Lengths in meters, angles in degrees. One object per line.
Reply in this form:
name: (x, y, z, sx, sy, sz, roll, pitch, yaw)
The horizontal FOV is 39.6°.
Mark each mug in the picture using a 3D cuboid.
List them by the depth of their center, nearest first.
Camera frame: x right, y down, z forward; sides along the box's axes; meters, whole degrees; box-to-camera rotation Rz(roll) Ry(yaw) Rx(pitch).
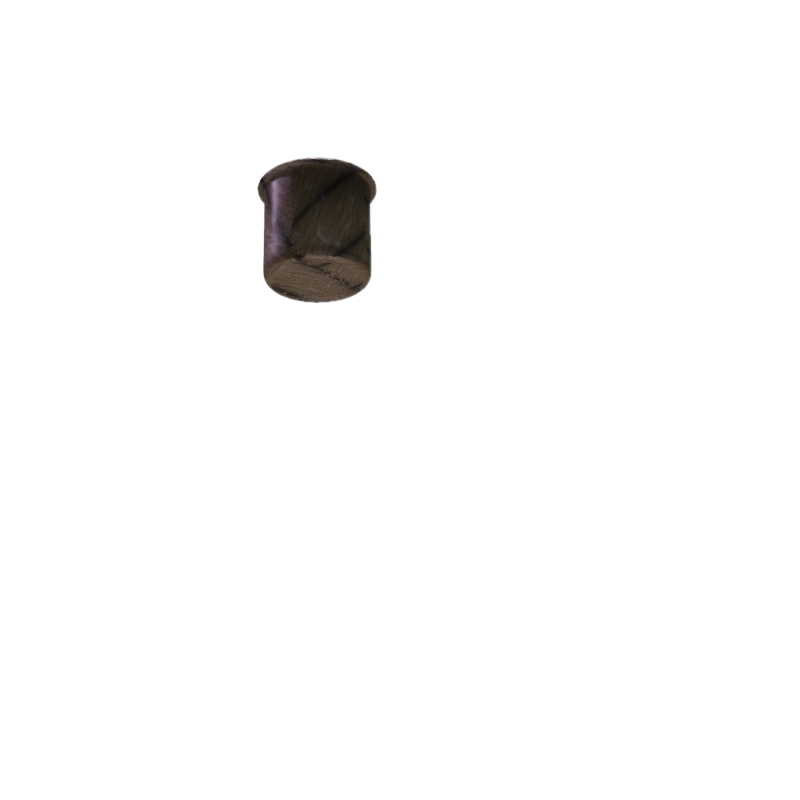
mug: (-0.067, -0.122, 0.856, 0.091, 0.086, 0.113, 7, -25, -16)
